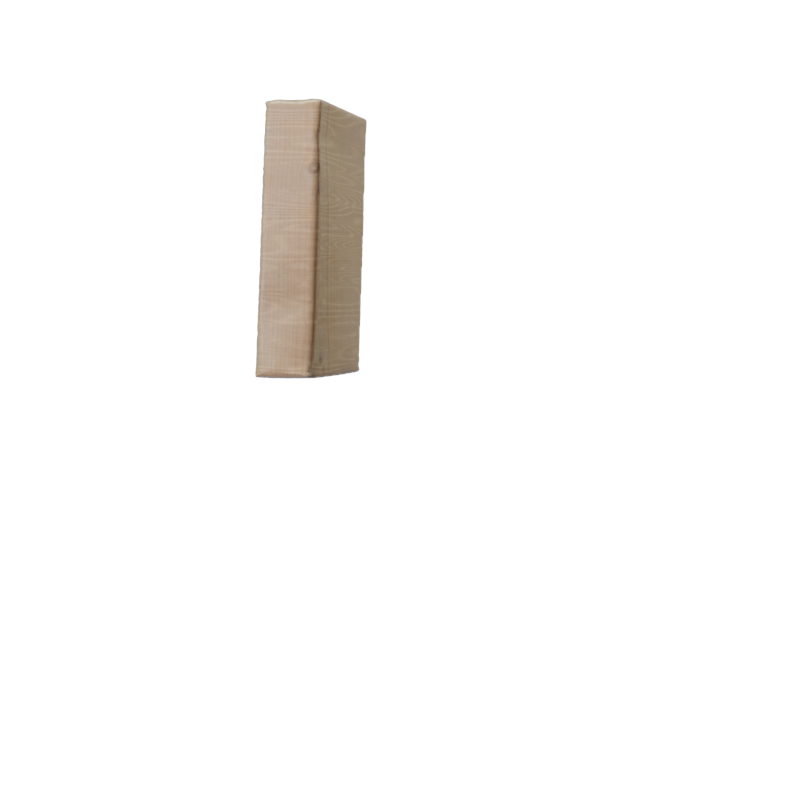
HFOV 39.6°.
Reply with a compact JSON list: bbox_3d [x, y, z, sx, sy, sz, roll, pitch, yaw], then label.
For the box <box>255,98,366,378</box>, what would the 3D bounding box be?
[{"bbox_3d":[-0.058,-0.105,0.733,0.049,0.177,0.091,-1,-2,18],"label":"box"}]
